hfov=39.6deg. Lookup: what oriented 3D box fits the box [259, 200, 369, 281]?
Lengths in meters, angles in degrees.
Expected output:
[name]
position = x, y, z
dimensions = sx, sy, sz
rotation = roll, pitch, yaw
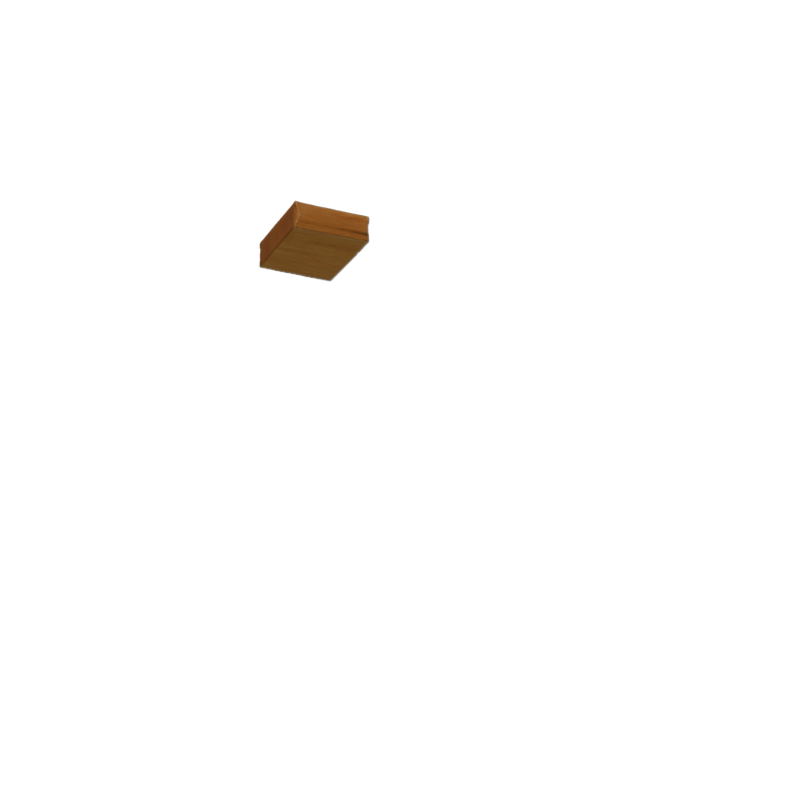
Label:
[box]
position = -0.078, -0.143, 0.999
dimensions = 0.071, 0.032, 0.087
rotation = 10, -24, -23
